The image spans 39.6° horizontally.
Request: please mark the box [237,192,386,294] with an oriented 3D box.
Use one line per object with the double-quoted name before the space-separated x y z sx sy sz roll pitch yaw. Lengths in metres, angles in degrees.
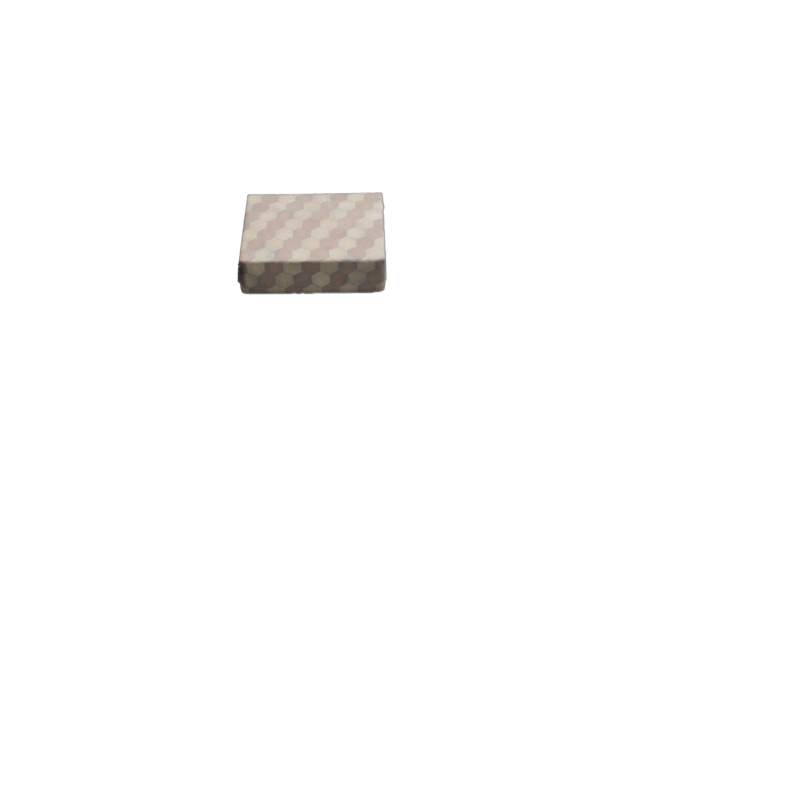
"box" -0.068 -0.124 0.867 0.113 0.036 0.096 0 42 0
